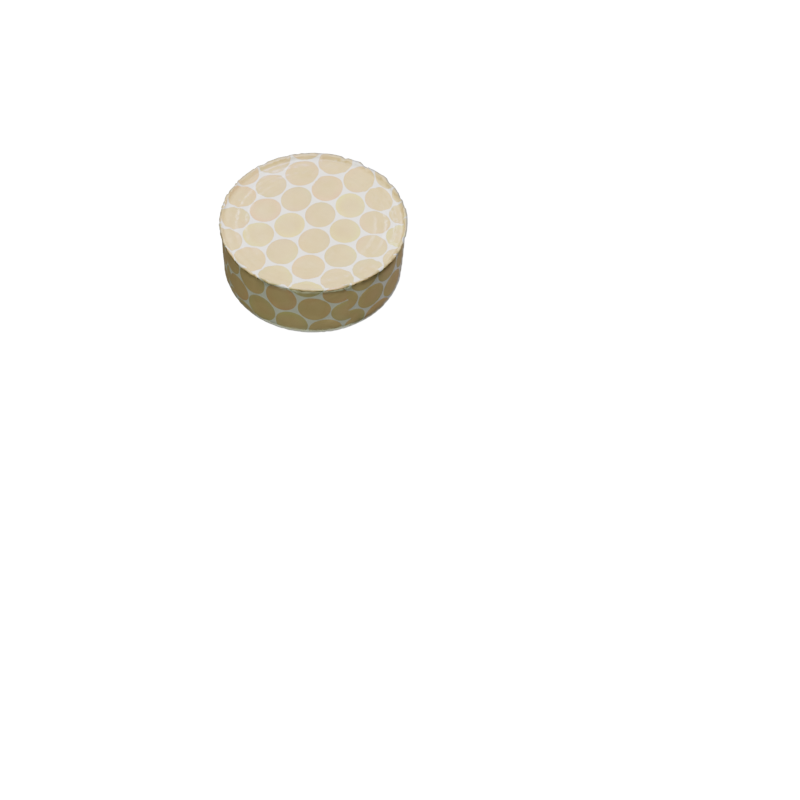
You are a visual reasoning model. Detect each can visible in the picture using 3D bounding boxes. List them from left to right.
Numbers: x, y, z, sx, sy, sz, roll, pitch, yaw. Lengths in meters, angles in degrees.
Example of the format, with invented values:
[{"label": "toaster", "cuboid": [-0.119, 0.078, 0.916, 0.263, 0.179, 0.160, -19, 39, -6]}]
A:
[{"label": "can", "cuboid": [-0.040, -0.074, 0.516, 0.086, 0.092, 0.031, -1, -39, -1]}]
